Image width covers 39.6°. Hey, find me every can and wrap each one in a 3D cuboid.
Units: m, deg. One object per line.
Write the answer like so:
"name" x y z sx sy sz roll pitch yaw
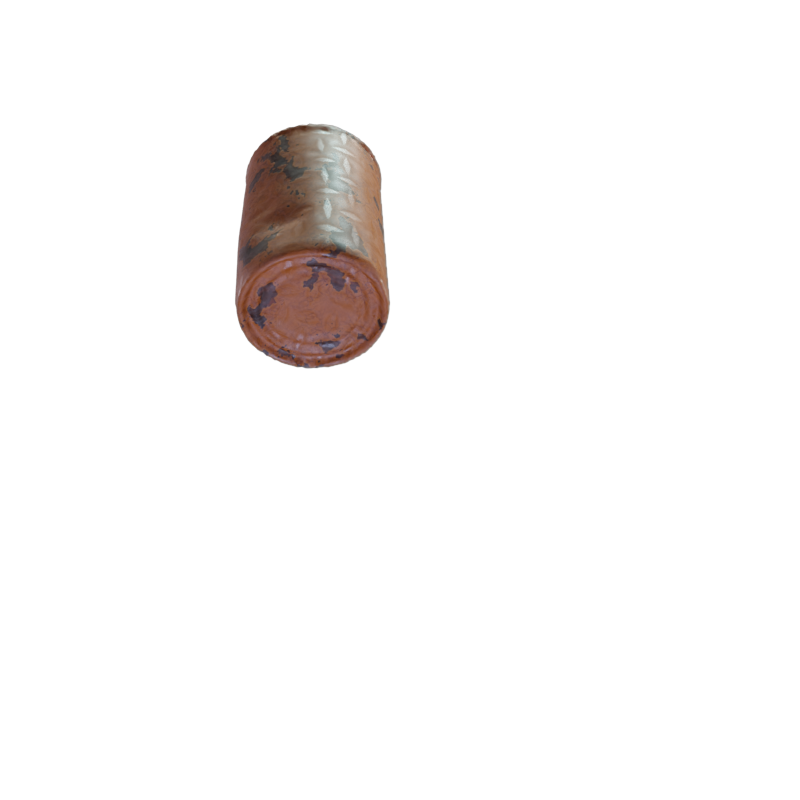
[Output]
"can" -0.040 -0.073 0.512 0.068 0.064 0.110 -1 41 -3
